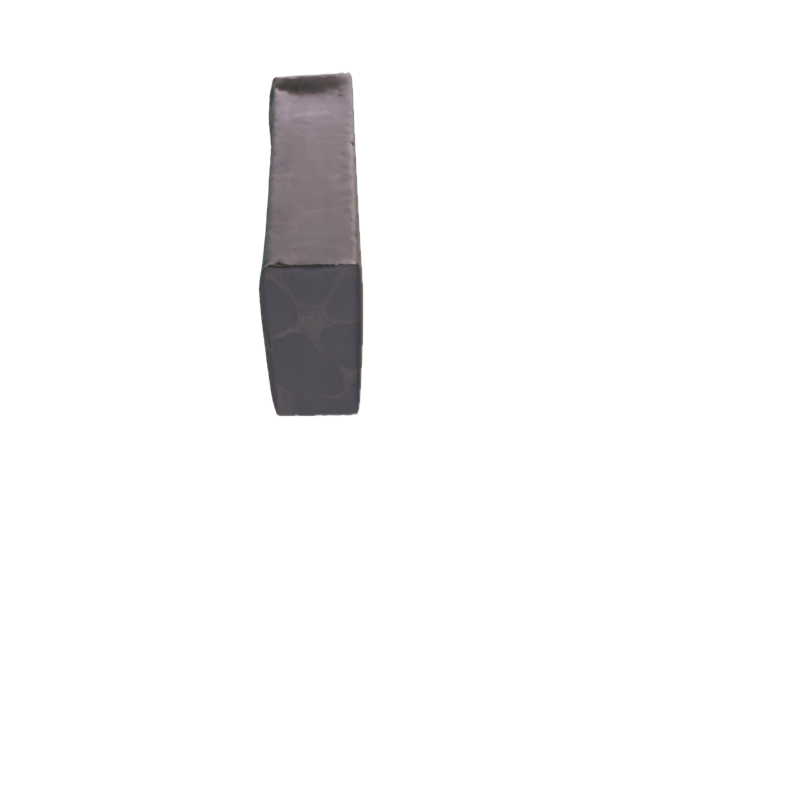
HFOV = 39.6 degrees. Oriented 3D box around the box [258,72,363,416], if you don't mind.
[{"bbox_3d":[-0.066,-0.121,0.849,0.072,0.230,0.153,-2,-41,-2],"label":"box"}]
